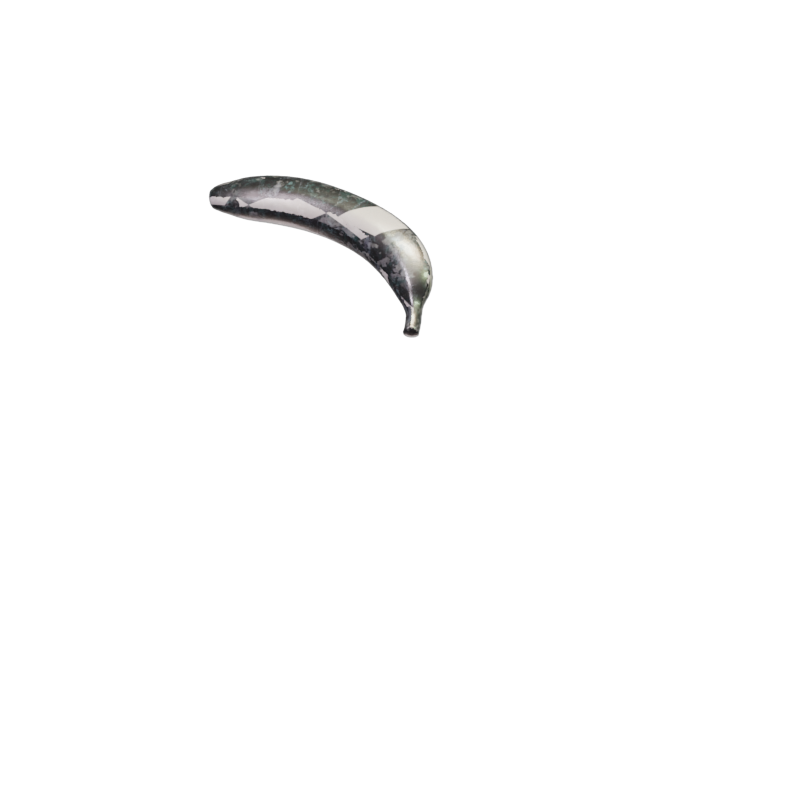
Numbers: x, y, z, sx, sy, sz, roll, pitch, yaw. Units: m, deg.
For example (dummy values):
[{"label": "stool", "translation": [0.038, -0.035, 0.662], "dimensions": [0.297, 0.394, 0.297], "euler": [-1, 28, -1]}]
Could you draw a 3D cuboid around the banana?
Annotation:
[{"label": "banana", "translation": [-0.047, -0.122, 0.796], "dimensions": [0.209, 0.034, 0.070], "euler": [34, 56, 26]}]
